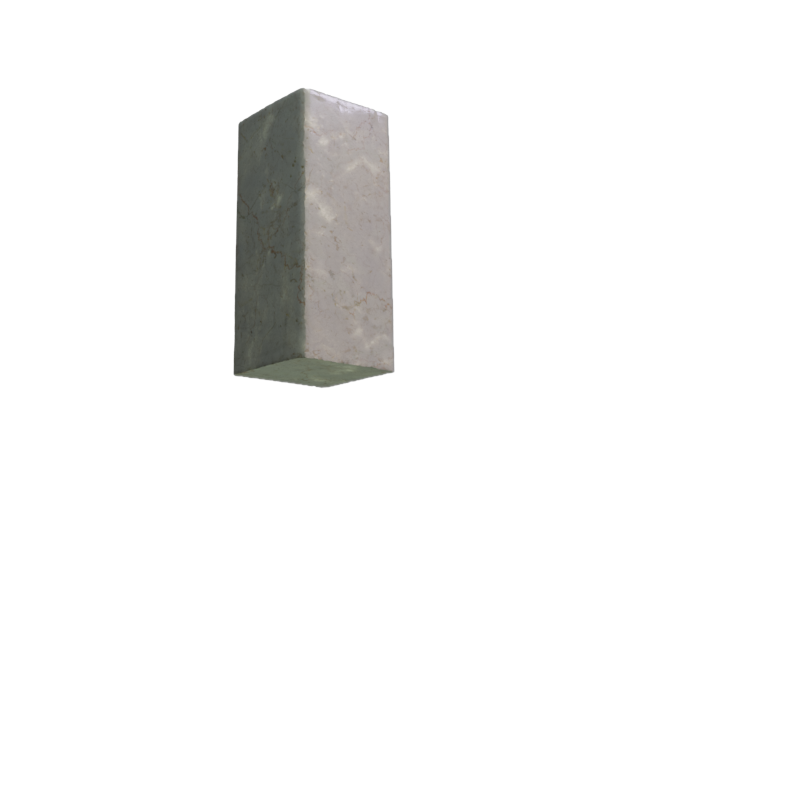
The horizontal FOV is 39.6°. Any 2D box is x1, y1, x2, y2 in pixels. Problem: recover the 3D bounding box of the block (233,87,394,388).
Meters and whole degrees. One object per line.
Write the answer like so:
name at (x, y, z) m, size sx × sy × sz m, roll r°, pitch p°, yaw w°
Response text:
block at (-0.067, -0.122, 0.856) m, size 0.086 × 0.214 × 0.091 m, roll 12°, pitch -20°, yaw -39°
